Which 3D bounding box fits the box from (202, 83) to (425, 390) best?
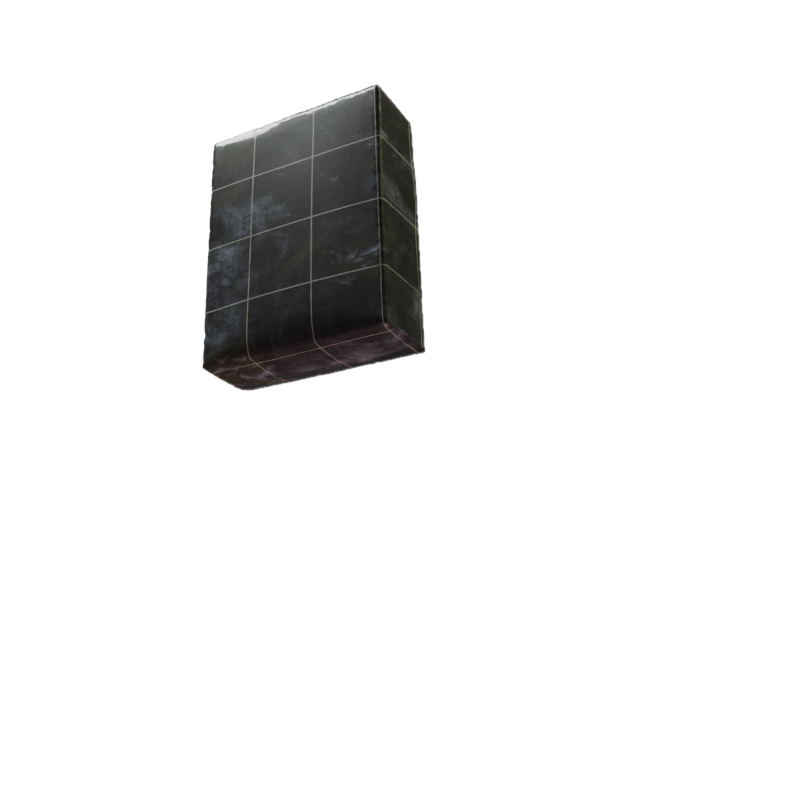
[{"bbox_3d":[-0.070,-0.127,0.891,0.166,0.227,0.067,-15,-30,25],"label":"box"}]
